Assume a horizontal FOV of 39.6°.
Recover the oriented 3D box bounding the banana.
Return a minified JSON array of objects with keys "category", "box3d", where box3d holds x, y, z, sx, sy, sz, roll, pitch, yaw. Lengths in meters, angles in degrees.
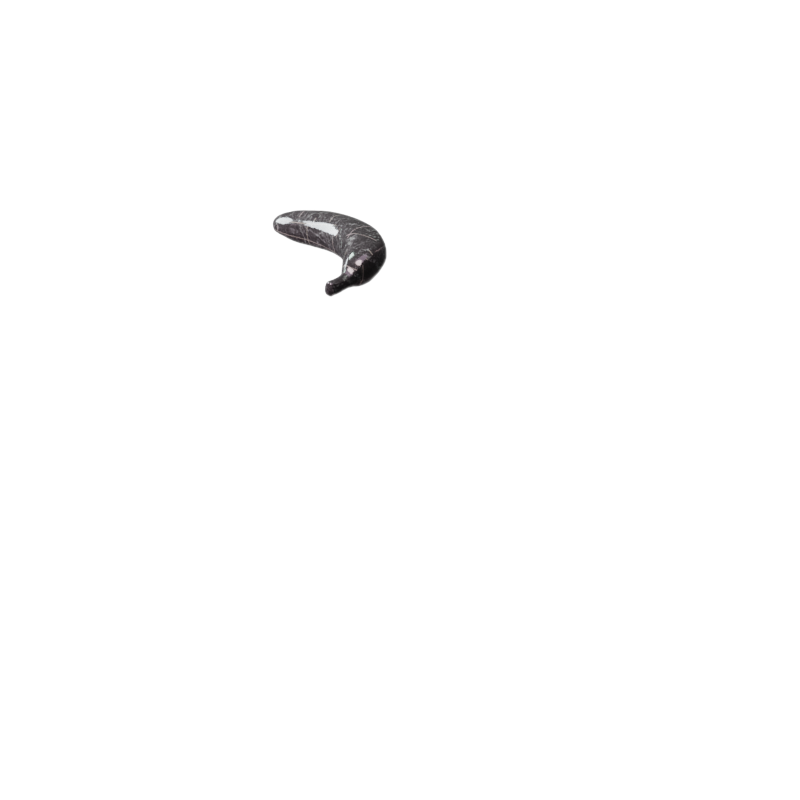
[{"category":"banana","box3d":[-0.056,-0.136,0.954,0.068,0.035,0.210,-6,23,-16]}]
